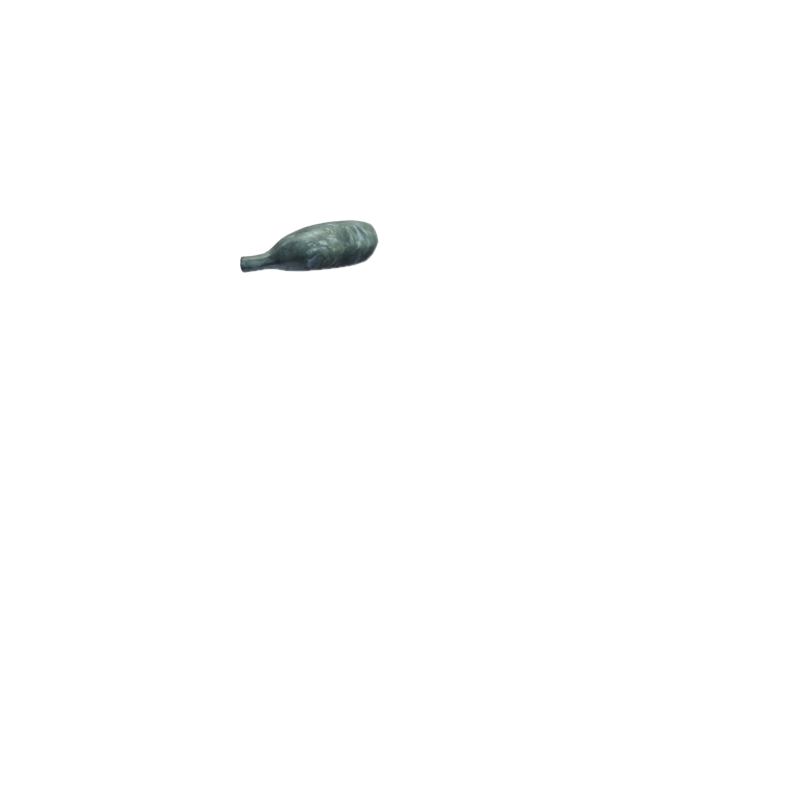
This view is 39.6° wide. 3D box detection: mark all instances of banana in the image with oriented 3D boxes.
[{"bbox_3d":[-0.056,-0.128,0.902,0.072,0.036,0.195,4,12,21],"label":"banana"}]
